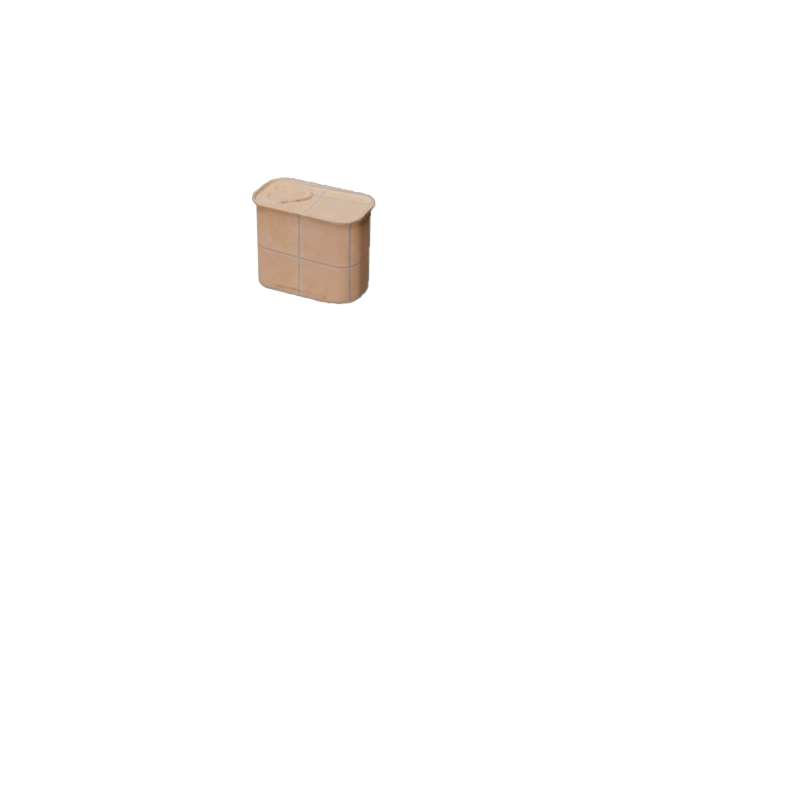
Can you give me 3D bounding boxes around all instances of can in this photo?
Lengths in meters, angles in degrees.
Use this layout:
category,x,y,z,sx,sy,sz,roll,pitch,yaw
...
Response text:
category,x,y,z,sx,sy,sz,roll,pitch,yaw
can,-0.074,-0.135,0.949,0.106,0.079,0.059,15,35,21
